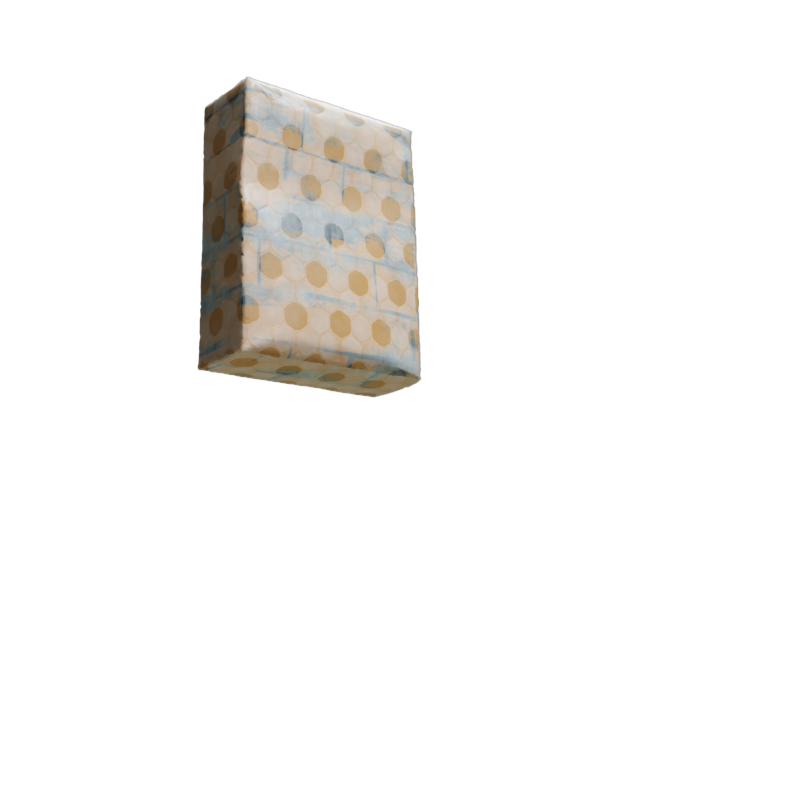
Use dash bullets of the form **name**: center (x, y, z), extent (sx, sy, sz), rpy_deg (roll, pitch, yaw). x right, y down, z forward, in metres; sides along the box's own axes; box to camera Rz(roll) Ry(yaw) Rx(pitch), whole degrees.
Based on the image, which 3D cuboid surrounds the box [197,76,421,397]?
- **box**: center (-0.066, -0.121, 0.844), extent (0.156, 0.224, 0.072), rpy_deg (11, -23, -35)
